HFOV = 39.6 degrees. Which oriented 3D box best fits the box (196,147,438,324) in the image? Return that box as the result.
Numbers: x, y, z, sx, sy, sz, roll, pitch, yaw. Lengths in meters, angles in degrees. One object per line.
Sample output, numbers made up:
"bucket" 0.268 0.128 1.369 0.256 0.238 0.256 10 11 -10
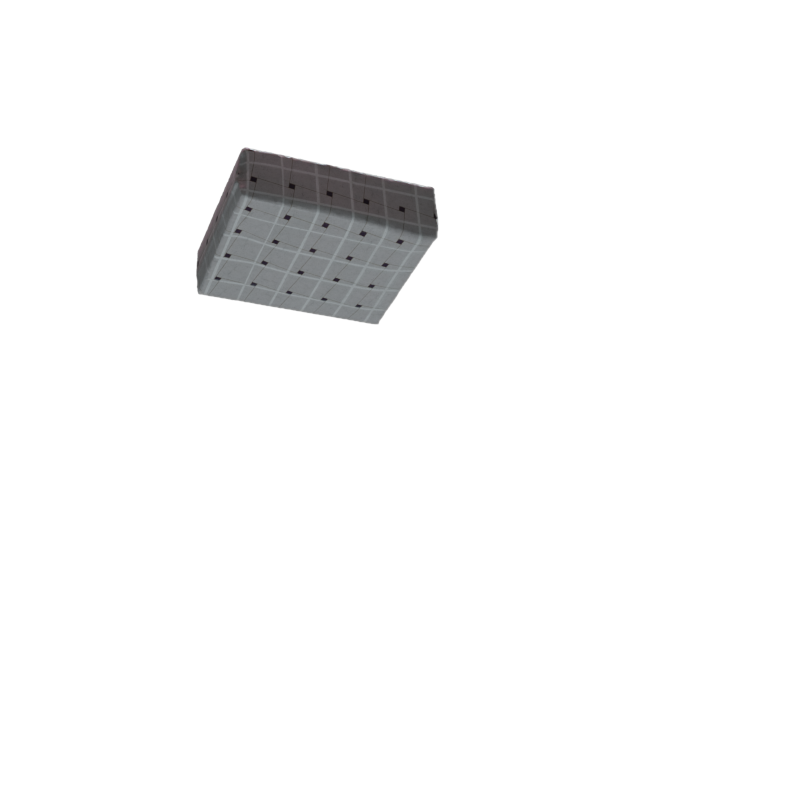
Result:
"box" -0.048 -0.087 0.610 0.110 0.042 0.086 12 -36 -17
